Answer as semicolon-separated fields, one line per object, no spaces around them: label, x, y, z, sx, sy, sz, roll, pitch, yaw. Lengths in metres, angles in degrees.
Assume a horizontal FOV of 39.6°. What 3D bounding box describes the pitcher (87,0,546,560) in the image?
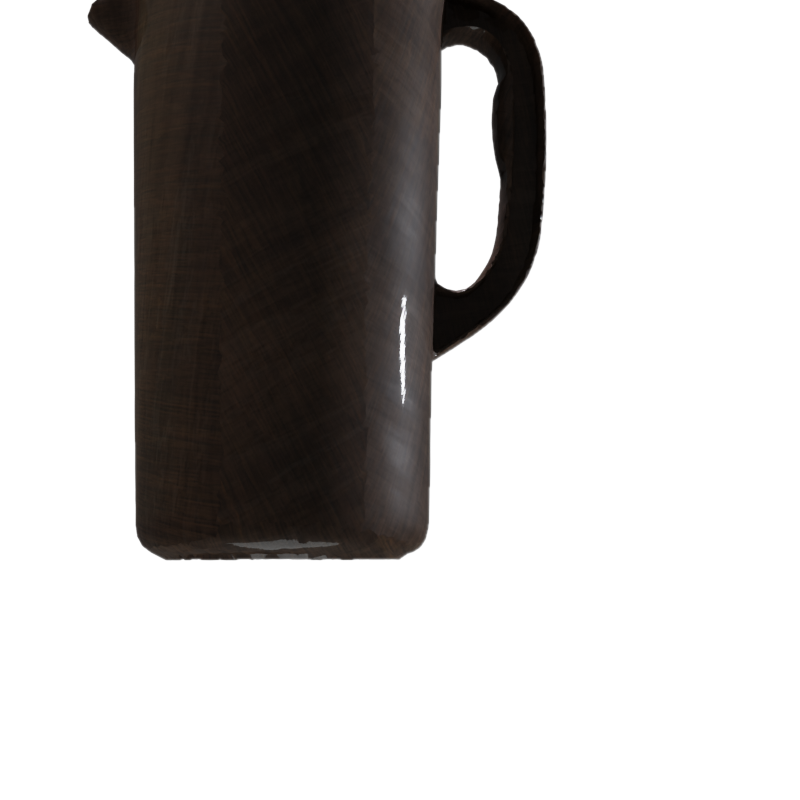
pitcher;-0.034;-0.063;0.440;0.153;0.252;0.137;-11;-17;37
